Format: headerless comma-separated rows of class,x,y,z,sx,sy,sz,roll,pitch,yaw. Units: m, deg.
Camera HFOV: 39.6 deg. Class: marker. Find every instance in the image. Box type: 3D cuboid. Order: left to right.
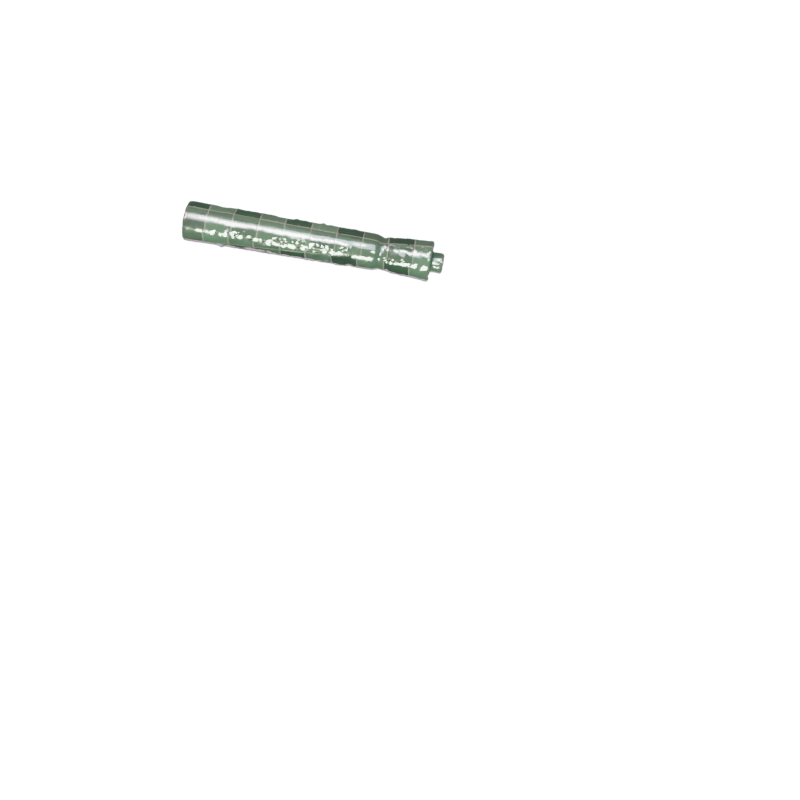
marker,-0.040,-0.073,0.513,0.122,0.020,0.020,10,5,5
